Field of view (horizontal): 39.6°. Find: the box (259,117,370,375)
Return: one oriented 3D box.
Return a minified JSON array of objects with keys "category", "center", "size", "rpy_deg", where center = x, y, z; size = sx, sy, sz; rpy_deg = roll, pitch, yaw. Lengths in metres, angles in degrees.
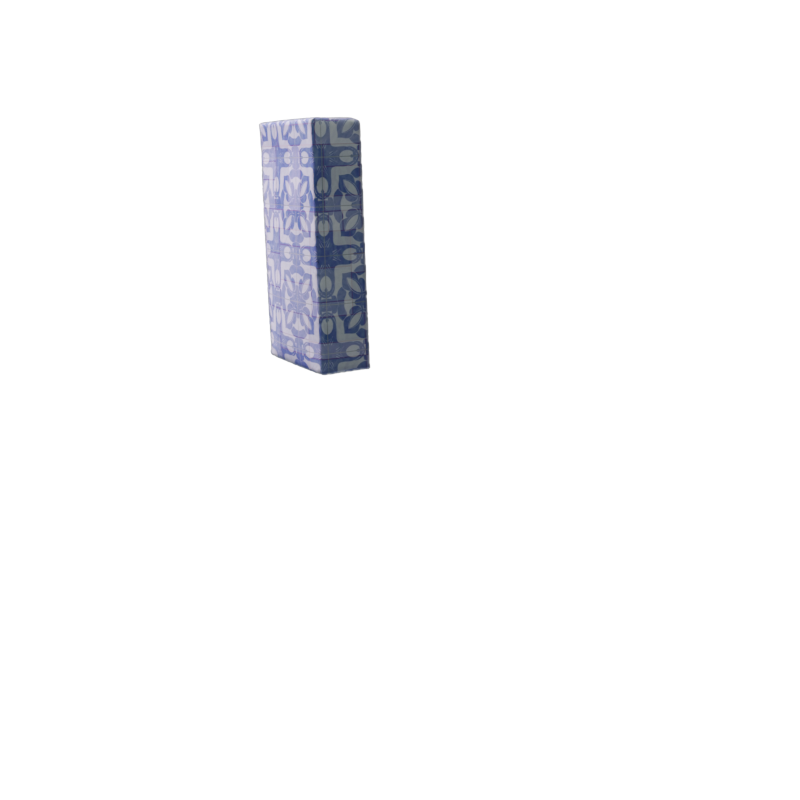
[{"category":"box","center":[-0.062,-0.114,0.796],"size":[0.047,0.174,0.097],"rpy_deg":[-2,7,-29]}]
